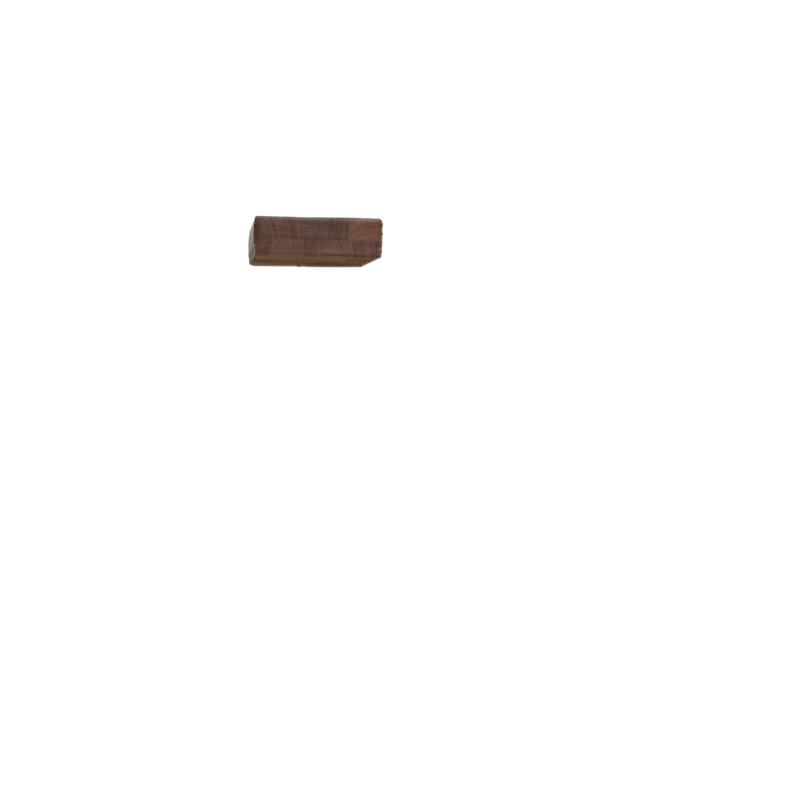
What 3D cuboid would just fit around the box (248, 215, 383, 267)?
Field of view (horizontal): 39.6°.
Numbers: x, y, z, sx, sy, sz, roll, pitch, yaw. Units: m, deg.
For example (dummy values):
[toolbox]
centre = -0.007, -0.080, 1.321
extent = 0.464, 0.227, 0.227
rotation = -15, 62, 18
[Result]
[box]
centre = -0.061, -0.112, 0.784
extent = 0.088, 0.030, 0.073
rotation = 0, 0, -8
